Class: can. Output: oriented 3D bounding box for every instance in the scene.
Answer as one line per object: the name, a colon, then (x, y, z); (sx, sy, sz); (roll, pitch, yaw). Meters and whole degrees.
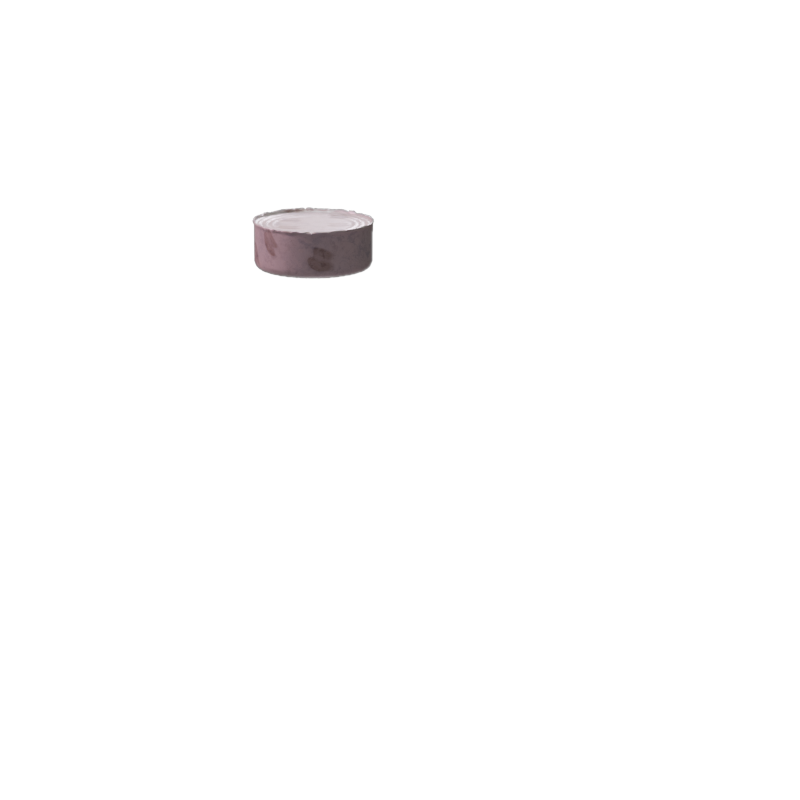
can: (-0.062, -0.112, 0.787); (0.086, 0.032, 0.089); (-1, 19, -2)
